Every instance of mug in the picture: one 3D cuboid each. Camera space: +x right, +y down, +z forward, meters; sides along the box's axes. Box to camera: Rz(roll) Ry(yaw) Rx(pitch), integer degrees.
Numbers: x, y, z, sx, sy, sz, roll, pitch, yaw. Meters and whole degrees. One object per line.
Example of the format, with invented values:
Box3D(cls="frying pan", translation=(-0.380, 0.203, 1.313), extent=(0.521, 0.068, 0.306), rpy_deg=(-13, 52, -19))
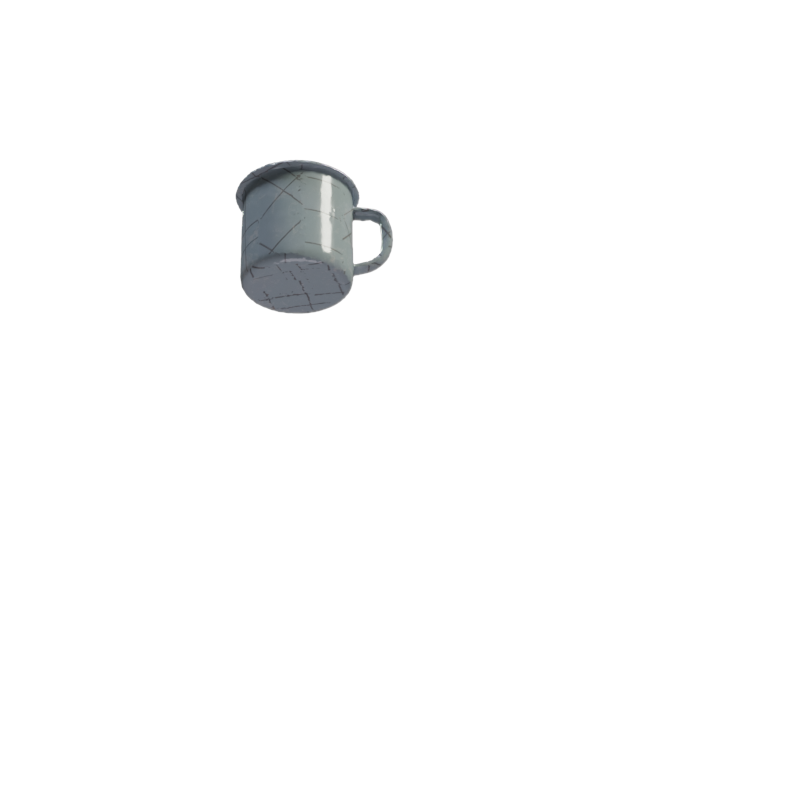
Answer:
Box3D(cls="mug", translation=(-0.064, -0.117, 0.816), extent=(0.117, 0.087, 0.088), rpy_deg=(1, -29, -4))
